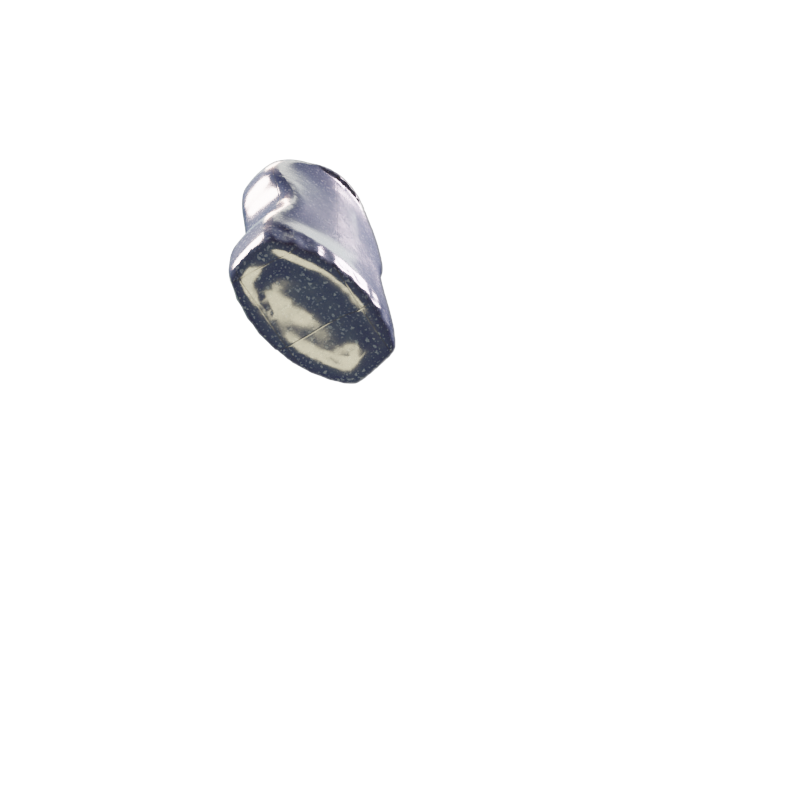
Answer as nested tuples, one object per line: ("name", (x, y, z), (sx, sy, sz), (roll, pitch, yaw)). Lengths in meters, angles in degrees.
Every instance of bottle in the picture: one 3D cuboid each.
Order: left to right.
("bottle", (-0.051, -0.092, 0.650), (0.092, 0.058, 0.203), (38, 21, -22))
